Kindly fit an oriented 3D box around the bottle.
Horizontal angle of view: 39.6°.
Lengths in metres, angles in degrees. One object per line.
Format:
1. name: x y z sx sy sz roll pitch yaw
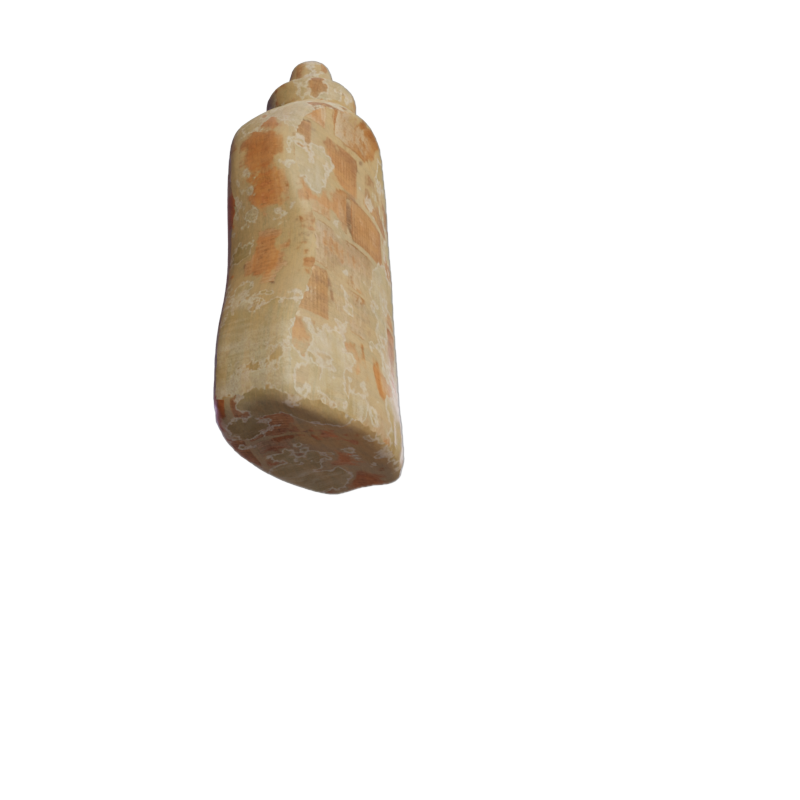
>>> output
1. bottle: -0.037 -0.066 0.465 0.059 0.204 0.089 -18 -34 24
